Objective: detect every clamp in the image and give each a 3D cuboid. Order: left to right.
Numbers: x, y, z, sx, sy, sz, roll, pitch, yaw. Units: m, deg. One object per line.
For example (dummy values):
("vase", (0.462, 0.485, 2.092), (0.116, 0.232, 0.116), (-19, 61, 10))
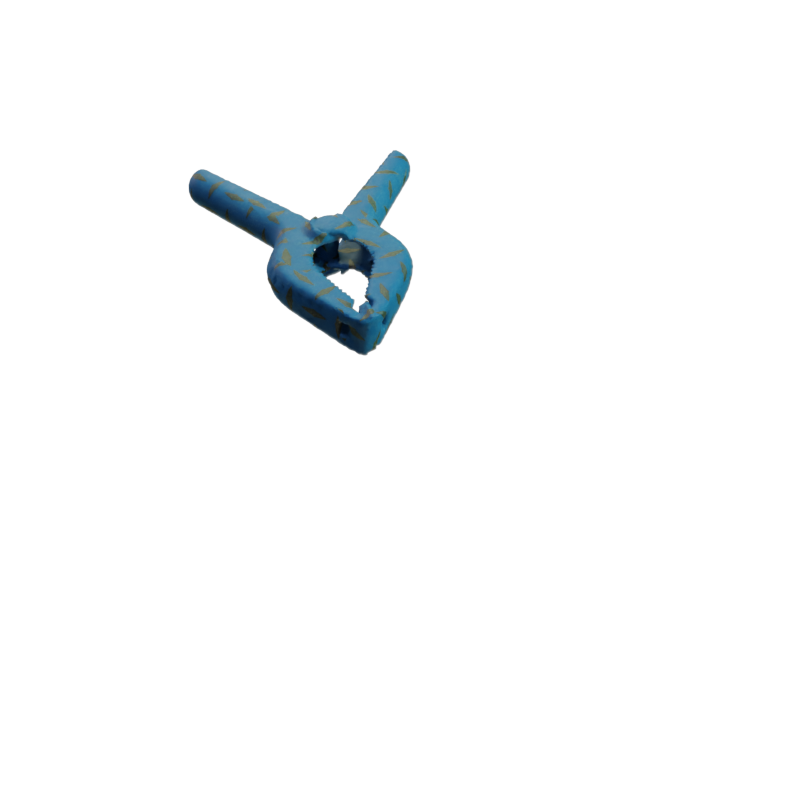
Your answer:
("clamp", (-0.058, -0.107, 0.747), (0.163, 0.034, 0.226), (-5, 40, -6))
